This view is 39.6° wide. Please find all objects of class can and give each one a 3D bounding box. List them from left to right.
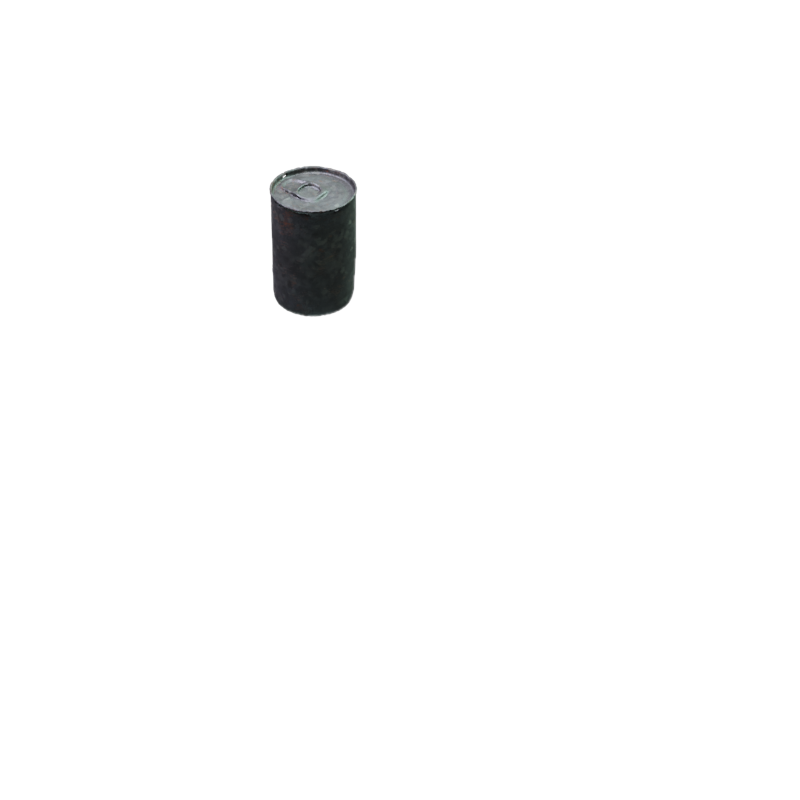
[{"bbox_3d":[-0.069,-0.127,0.886,0.068,0.095,0.073,0,38,-3],"label":"can"}]
